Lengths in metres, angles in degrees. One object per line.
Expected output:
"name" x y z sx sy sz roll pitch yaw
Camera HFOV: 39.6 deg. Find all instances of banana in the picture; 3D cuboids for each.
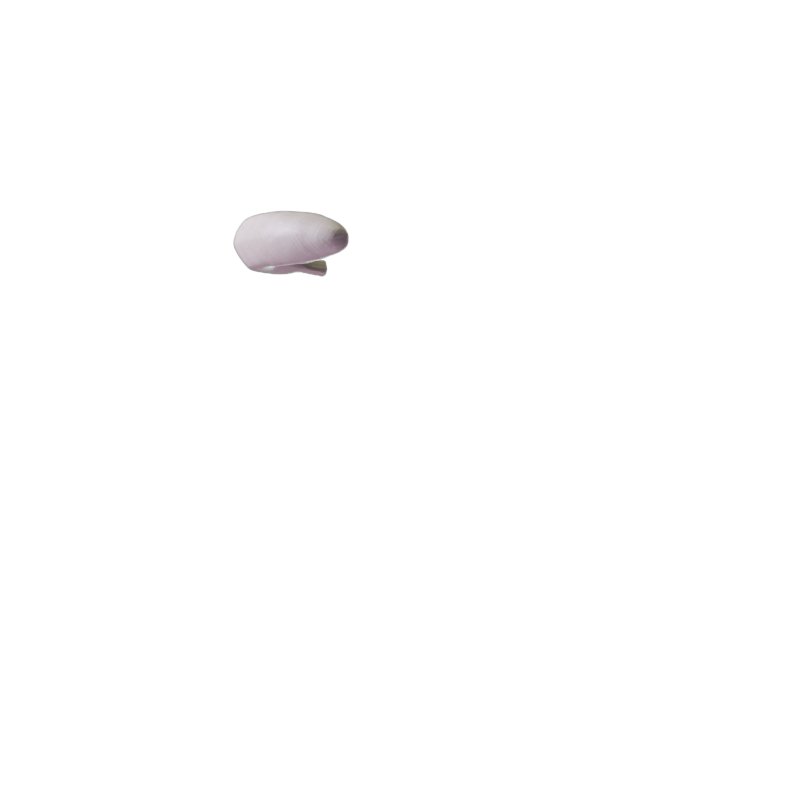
"banana" -0.076 -0.105 0.738 0.069 0.037 0.199 0 3 -7
